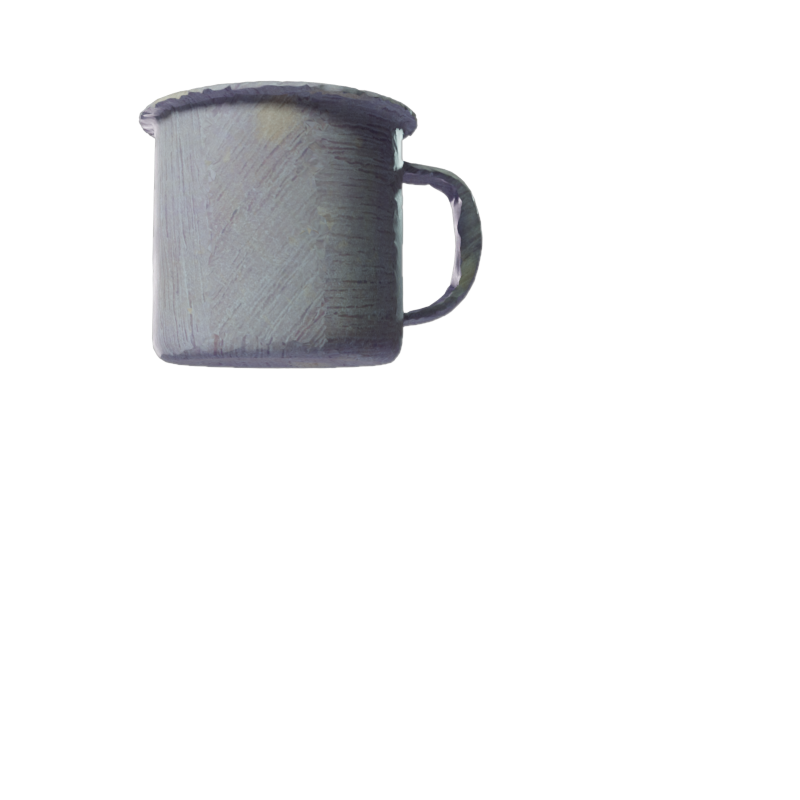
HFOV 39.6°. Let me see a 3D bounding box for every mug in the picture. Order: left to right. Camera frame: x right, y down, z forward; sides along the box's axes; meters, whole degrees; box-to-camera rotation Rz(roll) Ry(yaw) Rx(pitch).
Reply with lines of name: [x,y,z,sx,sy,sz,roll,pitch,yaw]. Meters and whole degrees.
mug: [-0.029,-0.053,0.369,0.114,0.083,0.094,1,-5,-17]
